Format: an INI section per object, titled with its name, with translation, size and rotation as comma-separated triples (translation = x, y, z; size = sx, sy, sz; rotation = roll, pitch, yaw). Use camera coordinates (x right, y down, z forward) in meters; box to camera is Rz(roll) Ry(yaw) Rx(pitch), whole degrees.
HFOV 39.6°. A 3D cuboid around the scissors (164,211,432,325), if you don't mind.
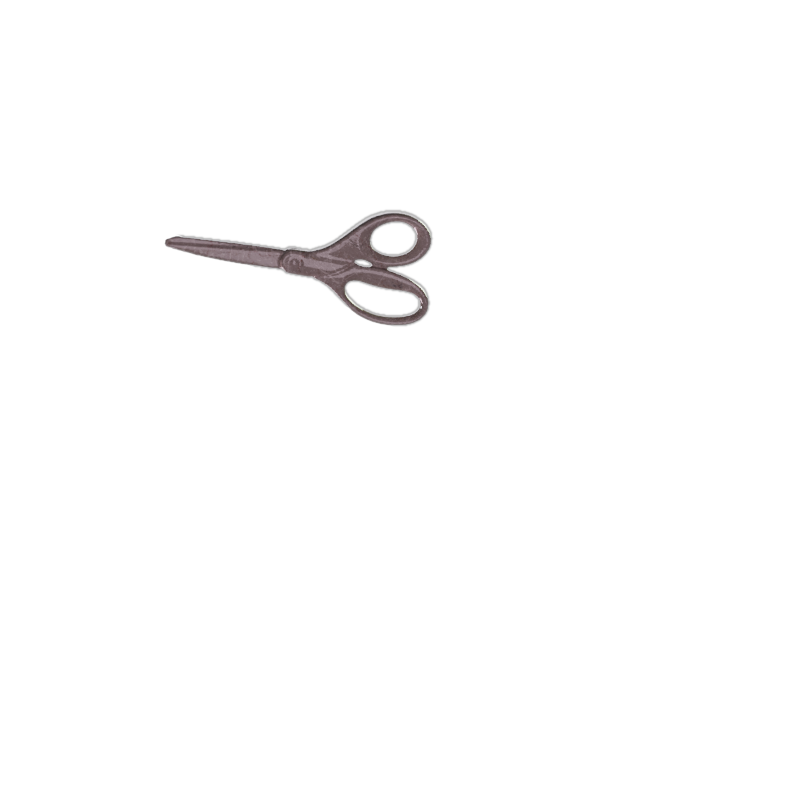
[scissors]
translation = -0.065, -0.118, 0.826
size = 0.199, 0.094, 0.016
rotation = 23, 15, -6
